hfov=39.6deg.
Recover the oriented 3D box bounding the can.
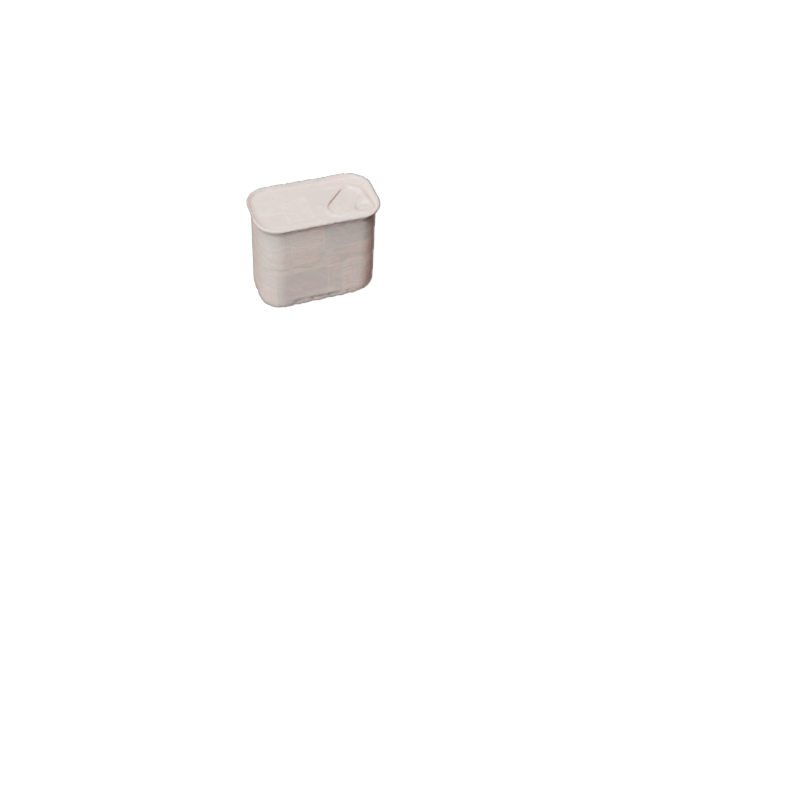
[{"bbox_3d":[-0.070,-0.127,0.891,0.101,0.078,0.062,-12,46,-14],"label":"can"}]
